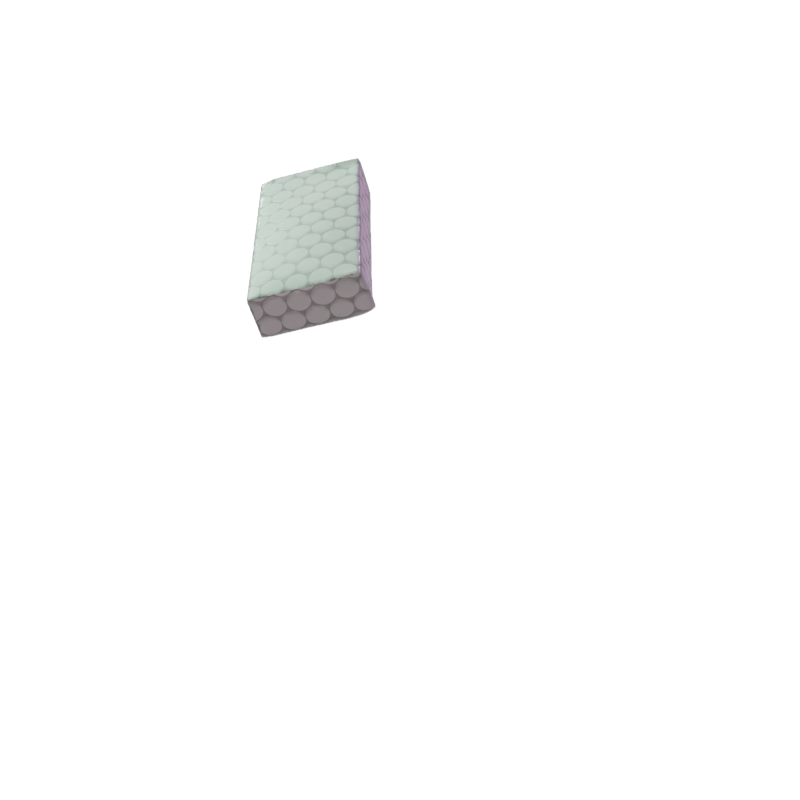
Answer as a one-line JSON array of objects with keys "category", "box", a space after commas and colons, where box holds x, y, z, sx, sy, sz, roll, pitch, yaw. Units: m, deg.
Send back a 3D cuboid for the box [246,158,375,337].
[{"category": "box", "box": [-0.071, -0.130, 0.908, 0.094, 0.044, 0.189, -14, 40, 8]}]
